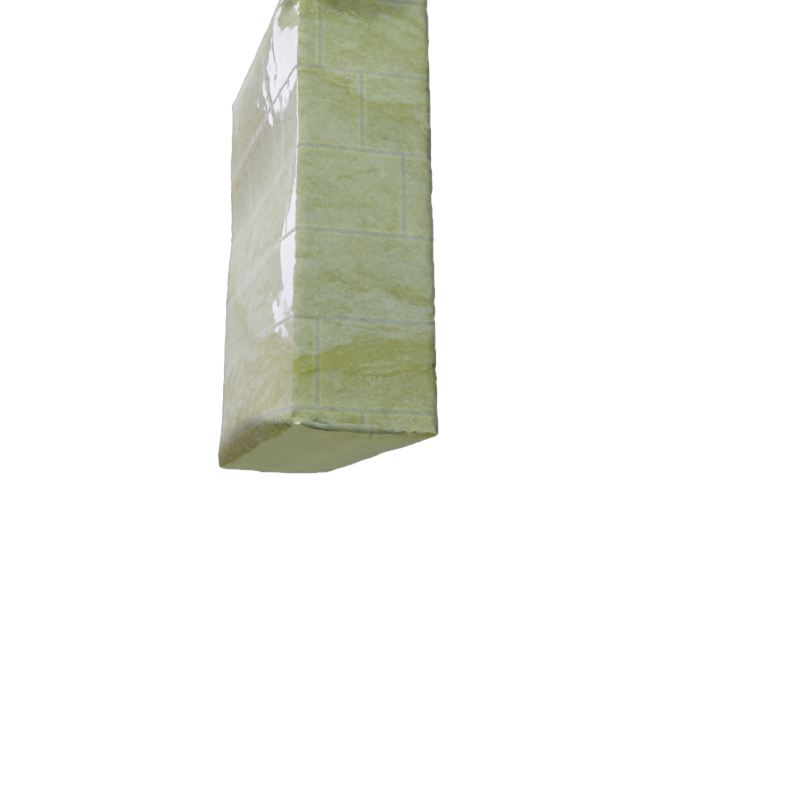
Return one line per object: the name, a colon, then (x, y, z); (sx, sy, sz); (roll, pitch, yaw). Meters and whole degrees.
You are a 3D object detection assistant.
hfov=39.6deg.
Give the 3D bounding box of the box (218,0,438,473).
box: (-0.043, -0.079, 0.552); (0.070, 0.222, 0.162); (4, -14, -18)
